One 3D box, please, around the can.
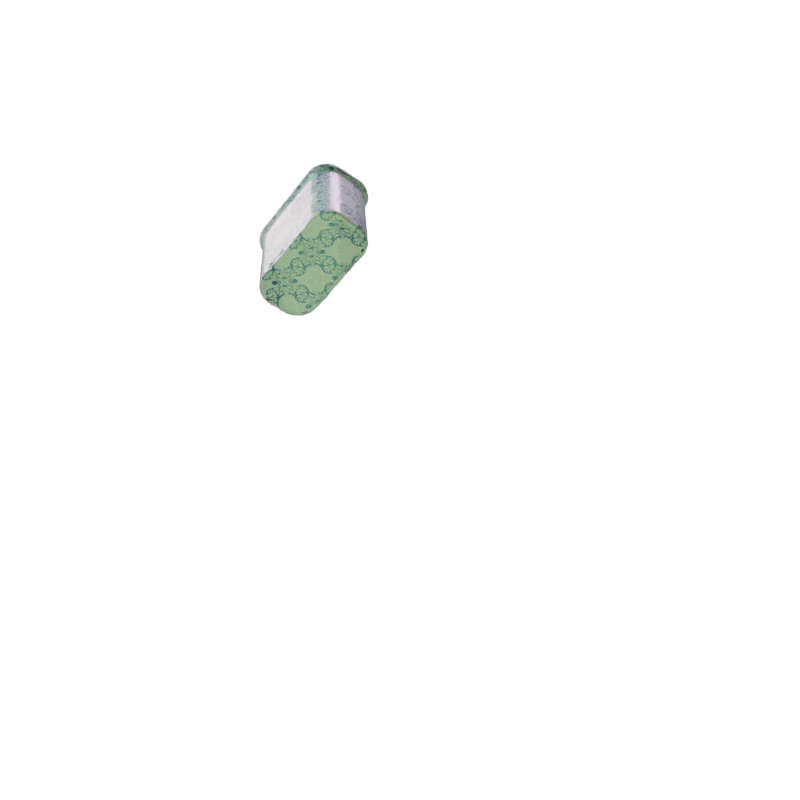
[{"bbox_3d":[-0.070,-0.128,0.894,0.055,0.100,0.089,33,26,-22],"label":"can"}]
